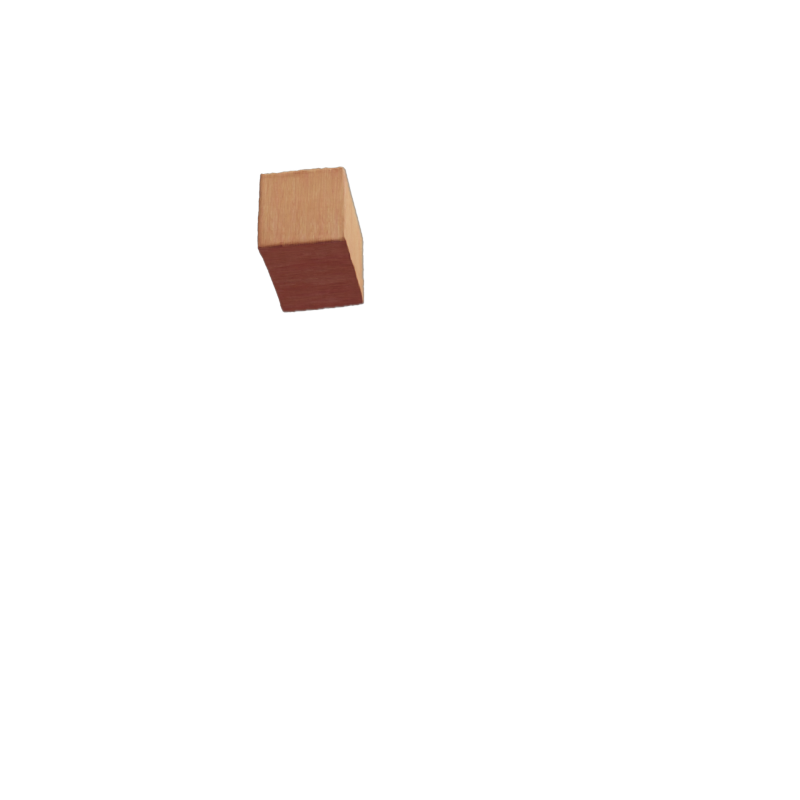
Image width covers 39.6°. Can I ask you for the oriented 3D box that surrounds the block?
[{"bbox_3d":[-0.052,-0.094,0.660,0.053,0.054,0.073,-4,-28,5],"label":"block"}]
